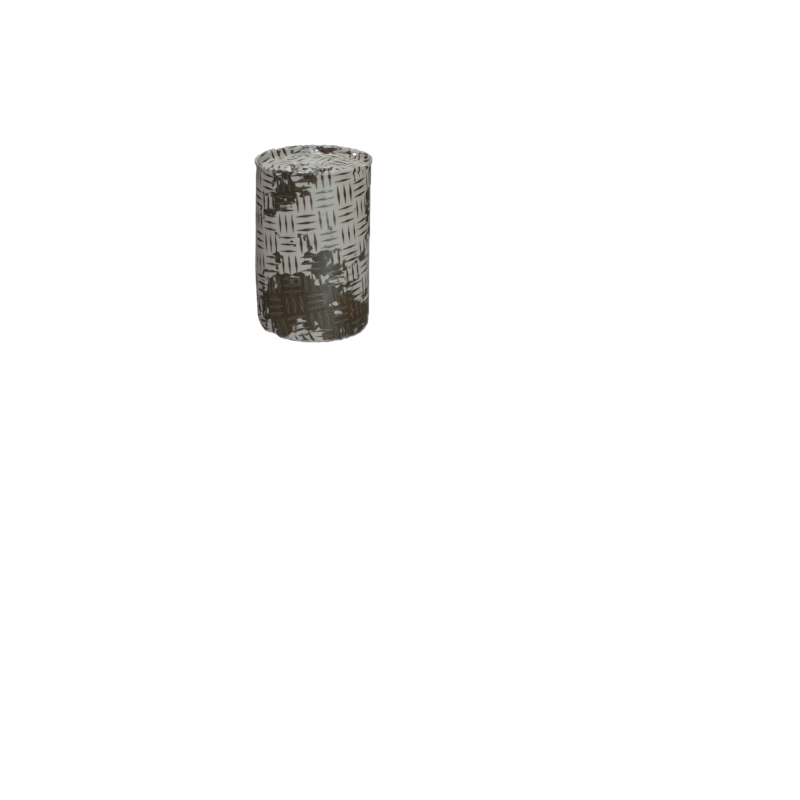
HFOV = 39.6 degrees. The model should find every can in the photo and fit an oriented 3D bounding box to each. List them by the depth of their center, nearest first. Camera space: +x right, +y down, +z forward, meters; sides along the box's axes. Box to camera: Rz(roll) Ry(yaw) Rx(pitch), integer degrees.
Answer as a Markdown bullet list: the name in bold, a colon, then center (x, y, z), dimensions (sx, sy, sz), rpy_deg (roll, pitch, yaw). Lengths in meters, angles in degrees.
- **can**: center (-0.051, -0.093, 0.652), dimensions (0.068, 0.098, 0.072), rpy_deg (0, 20, -2)
